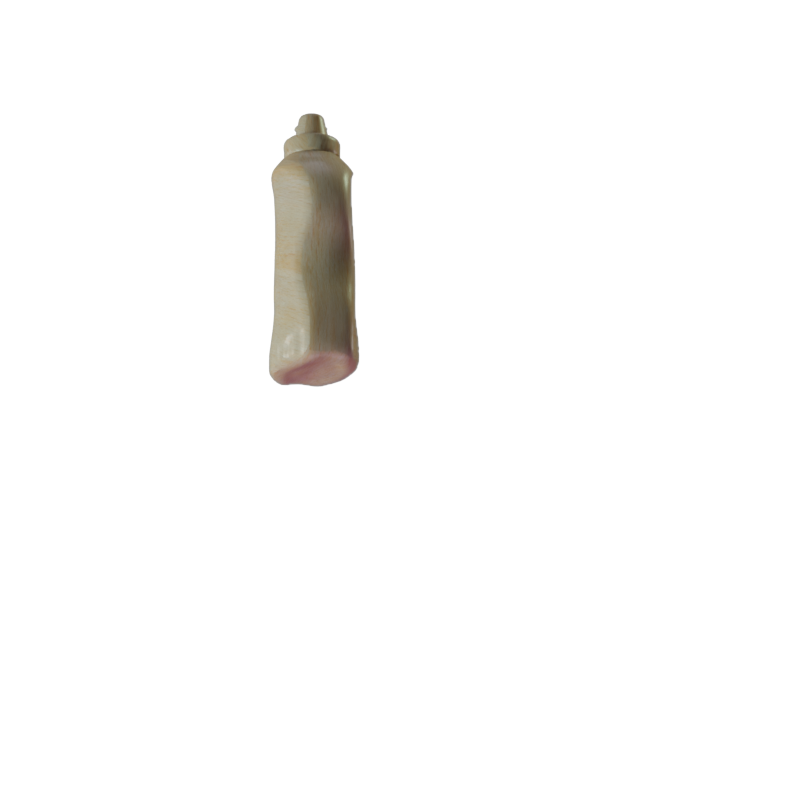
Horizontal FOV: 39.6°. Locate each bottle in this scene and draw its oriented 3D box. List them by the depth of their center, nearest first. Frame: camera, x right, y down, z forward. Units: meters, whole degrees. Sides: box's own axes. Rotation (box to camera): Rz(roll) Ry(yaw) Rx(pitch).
[{"bbox_3d":[-0.062,-0.112,0.781,0.057,0.200,0.094,3,-17,-14],"label":"bottle"}]
